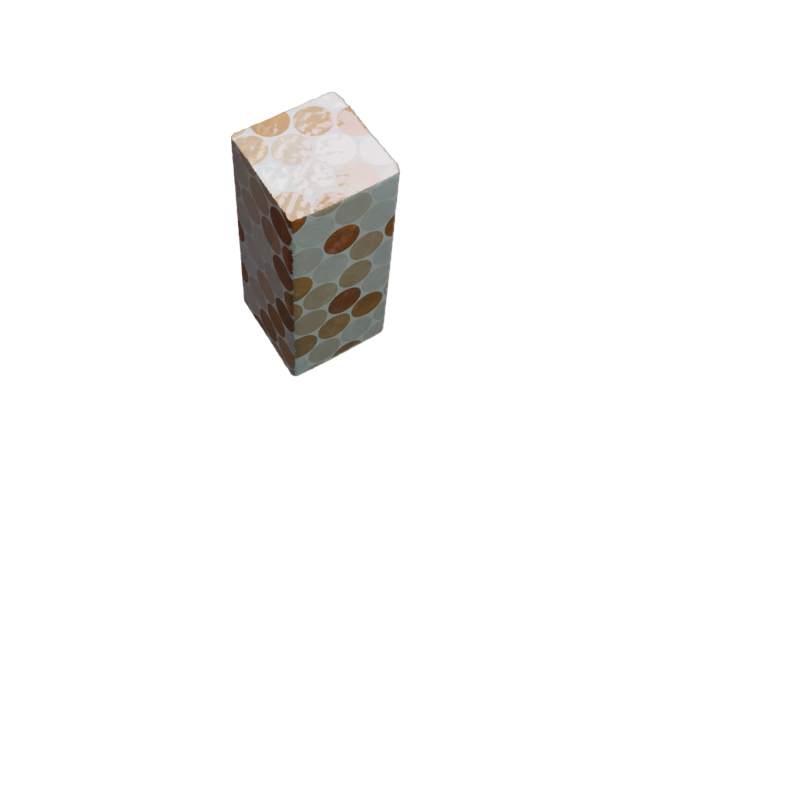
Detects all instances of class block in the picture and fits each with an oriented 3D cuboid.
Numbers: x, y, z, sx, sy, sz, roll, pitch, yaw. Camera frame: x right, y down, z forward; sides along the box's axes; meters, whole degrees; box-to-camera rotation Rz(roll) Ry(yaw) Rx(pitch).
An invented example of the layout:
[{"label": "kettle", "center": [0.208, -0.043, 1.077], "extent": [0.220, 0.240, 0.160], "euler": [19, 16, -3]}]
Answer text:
[{"label": "block", "center": [-0.065, -0.121, 0.844], "extent": [0.090, 0.097, 0.193], "euler": [-27, -27, -19]}]
